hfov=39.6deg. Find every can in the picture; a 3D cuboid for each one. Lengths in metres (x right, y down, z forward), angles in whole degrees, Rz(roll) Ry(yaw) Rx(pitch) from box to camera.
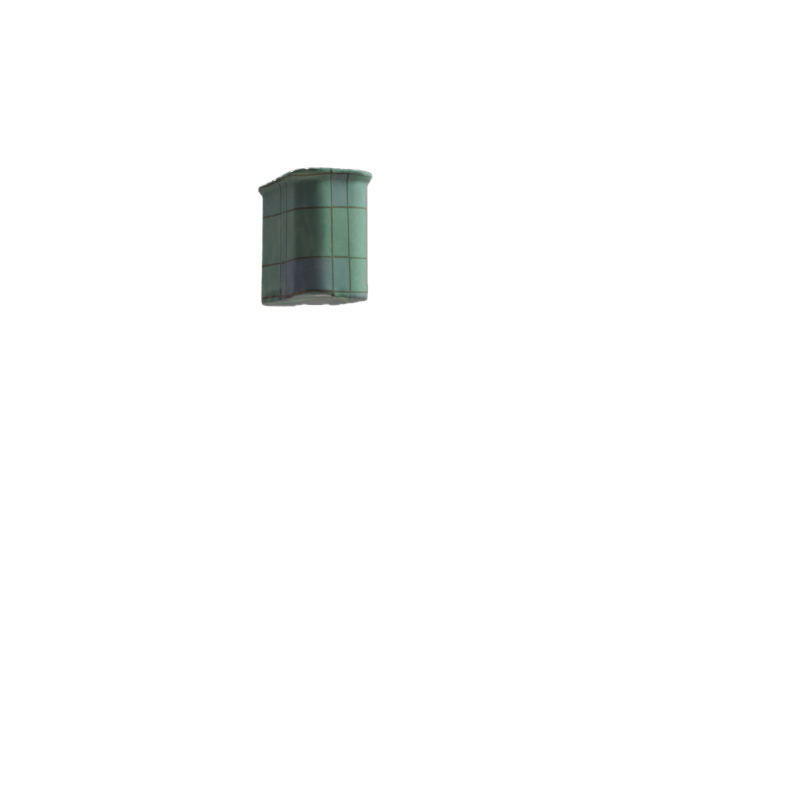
[{"bbox_3d":[-0.059,-0.107,0.752,0.056,0.085,0.104,1,-2,-24],"label":"can"}]
